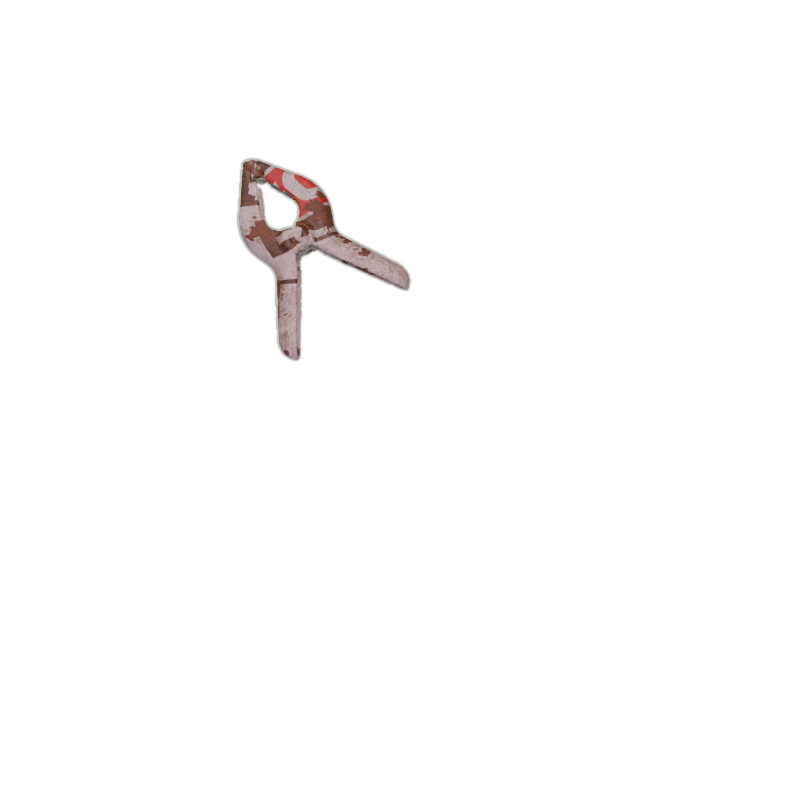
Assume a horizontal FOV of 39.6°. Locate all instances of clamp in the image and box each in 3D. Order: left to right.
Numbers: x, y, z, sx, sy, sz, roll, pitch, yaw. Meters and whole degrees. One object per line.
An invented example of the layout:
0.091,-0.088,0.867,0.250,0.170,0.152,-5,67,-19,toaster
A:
-0.072,-0.132,0.925,0.120,0.177,0.038,-23,-11,-5,clamp
